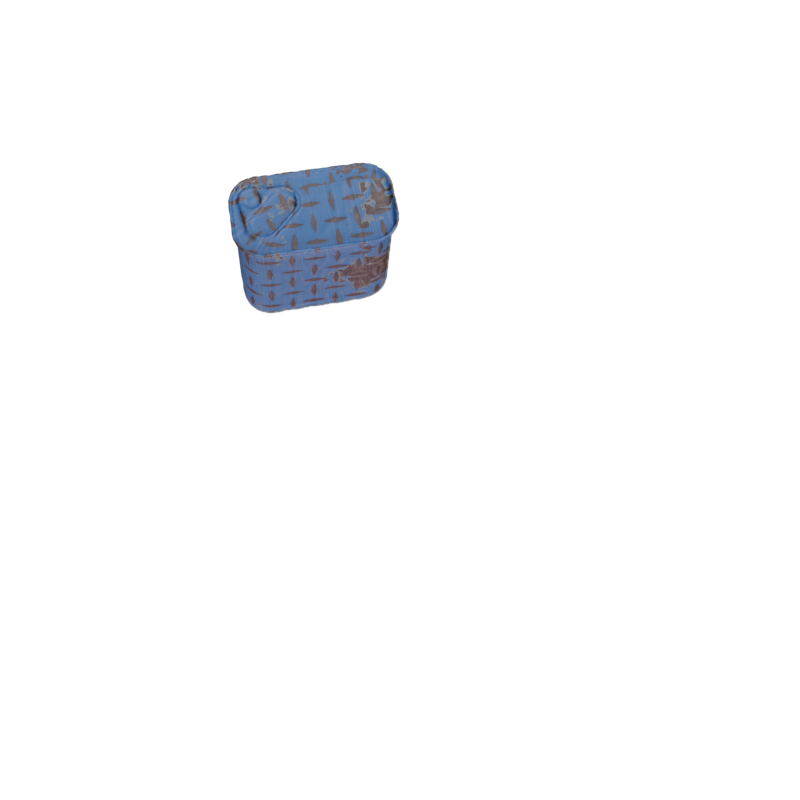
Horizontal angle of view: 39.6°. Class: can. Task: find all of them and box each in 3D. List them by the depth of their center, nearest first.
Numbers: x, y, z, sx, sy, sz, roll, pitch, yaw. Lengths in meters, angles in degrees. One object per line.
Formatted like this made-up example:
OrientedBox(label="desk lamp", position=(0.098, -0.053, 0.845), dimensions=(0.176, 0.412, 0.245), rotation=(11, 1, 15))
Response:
OrientedBox(label="can", position=(-0.055, -0.101, 0.707), dimensions=(0.101, 0.061, 0.079), rotation=(-8, -24, -6))
